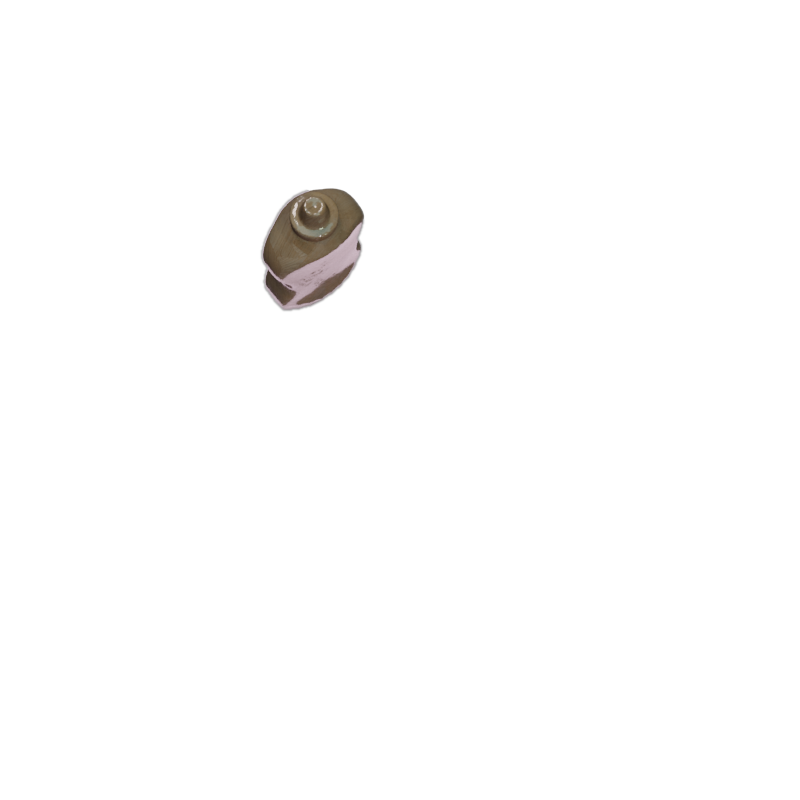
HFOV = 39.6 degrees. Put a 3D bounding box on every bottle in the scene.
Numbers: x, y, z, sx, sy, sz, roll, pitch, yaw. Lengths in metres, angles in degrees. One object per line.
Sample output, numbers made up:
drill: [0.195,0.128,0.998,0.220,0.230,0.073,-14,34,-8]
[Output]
bottle: [-0.076,-0.139,0.976,0.096,0.060,0.186,-36,-7,-10]
